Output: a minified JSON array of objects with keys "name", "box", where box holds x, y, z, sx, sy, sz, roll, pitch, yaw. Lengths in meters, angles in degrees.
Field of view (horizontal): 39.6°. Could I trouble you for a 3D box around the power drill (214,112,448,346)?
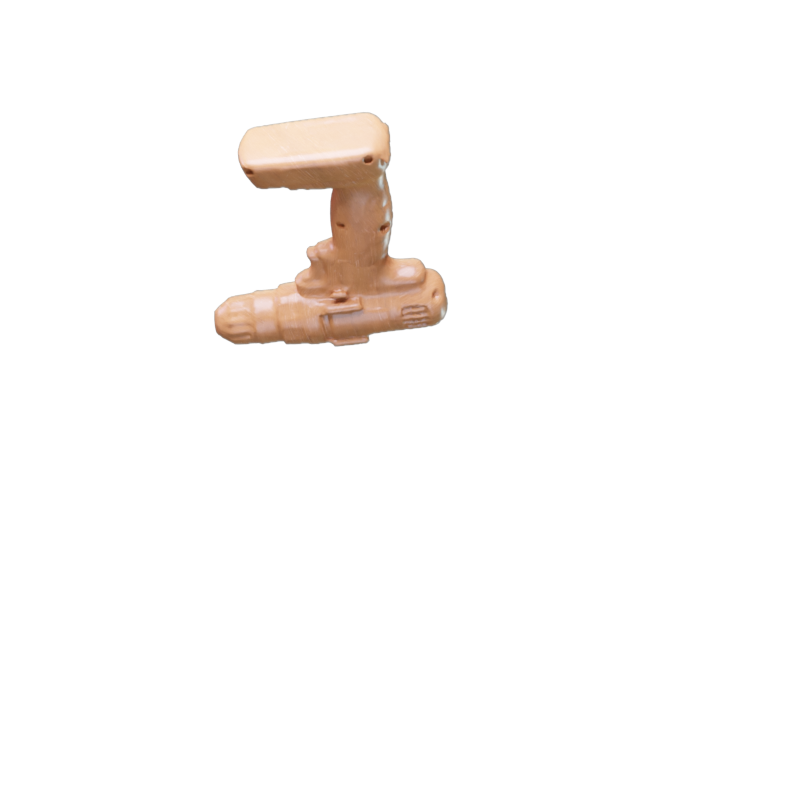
[{"name":"power drill","box":[-0.065,-0.118,0.827,0.185,0.174,0.062,-7,43,6]}]
